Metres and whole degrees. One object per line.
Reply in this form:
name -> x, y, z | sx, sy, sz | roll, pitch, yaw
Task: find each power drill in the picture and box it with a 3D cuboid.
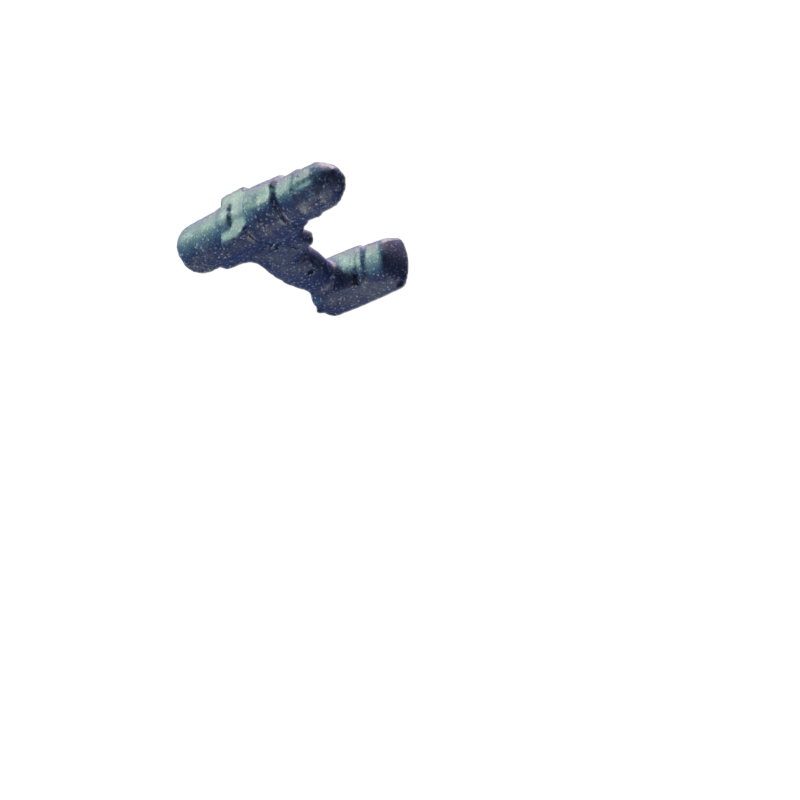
power drill -> -0.078, -0.142, 0.996 | 0.186, 0.061, 0.176 | -18, -28, 37
